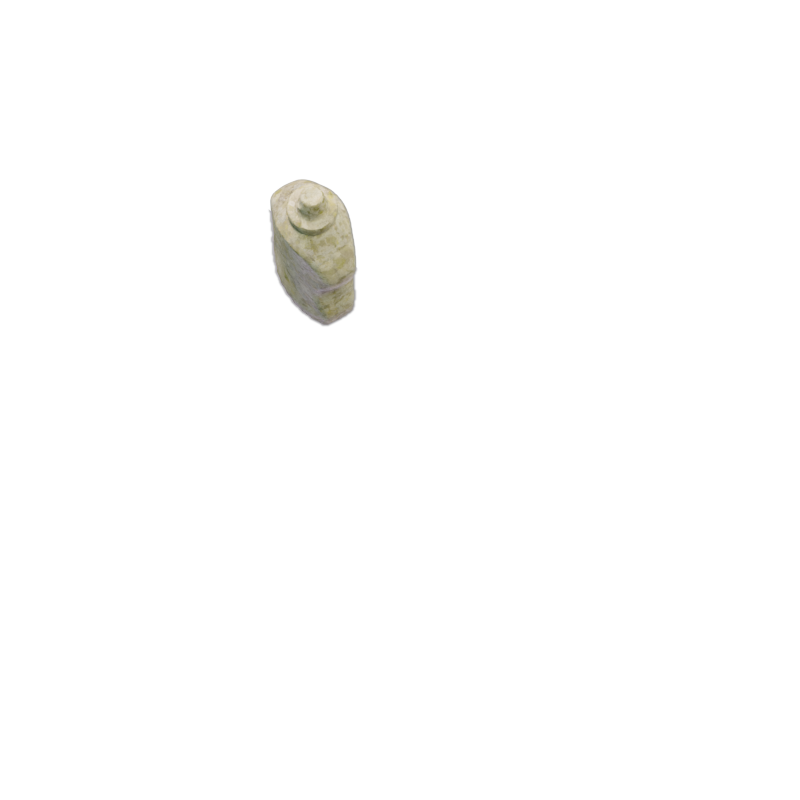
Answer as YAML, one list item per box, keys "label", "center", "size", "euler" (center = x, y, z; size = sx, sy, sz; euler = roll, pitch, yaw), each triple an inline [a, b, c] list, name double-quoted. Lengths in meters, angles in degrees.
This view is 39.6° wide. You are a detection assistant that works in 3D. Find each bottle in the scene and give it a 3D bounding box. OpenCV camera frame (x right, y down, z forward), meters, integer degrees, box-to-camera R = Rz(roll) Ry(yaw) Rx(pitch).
- label: "bottle"
  center: [-0.074, -0.134, 0.942]
  size: [0.058, 0.100, 0.184]
  euler: [-28, -13, -11]
